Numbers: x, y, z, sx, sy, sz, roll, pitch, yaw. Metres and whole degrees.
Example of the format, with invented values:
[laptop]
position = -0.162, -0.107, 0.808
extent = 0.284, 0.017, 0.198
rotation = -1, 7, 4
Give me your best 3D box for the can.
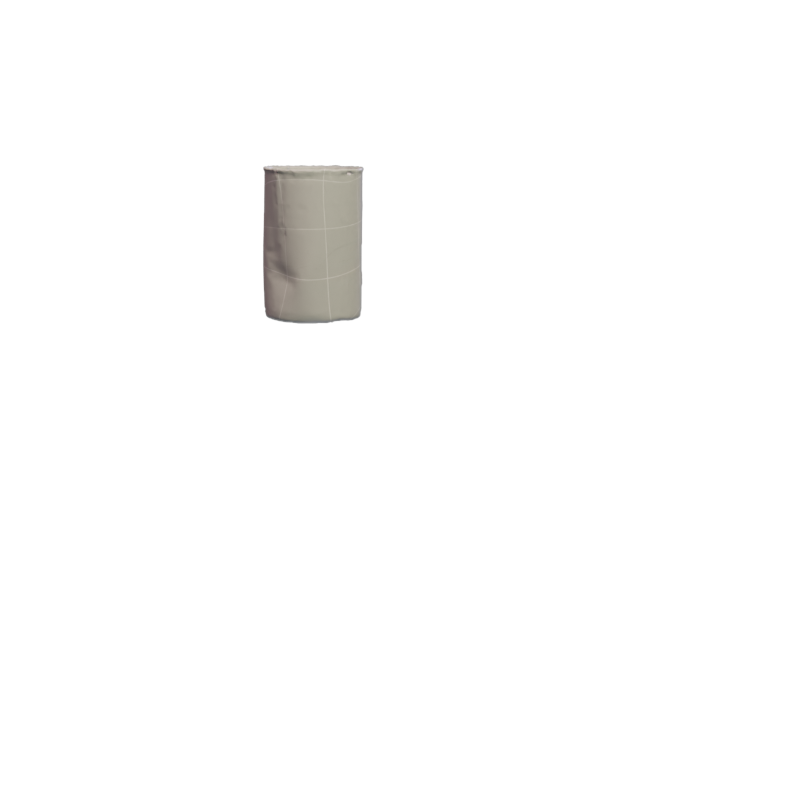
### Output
[can]
position = -0.059, -0.107, 0.753
extent = 0.068, 0.101, 0.070
rotation = 0, 8, -2
